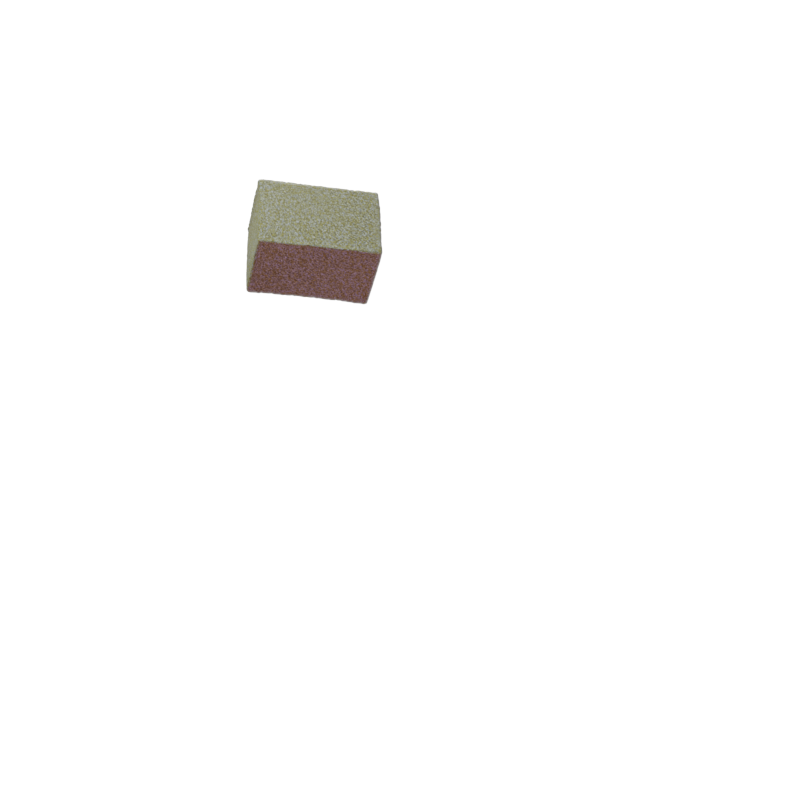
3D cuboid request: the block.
[{"bbox_3d":[-0.054,-0.098,0.689,0.077,0.055,0.050,6,-37,-10],"label":"block"}]
